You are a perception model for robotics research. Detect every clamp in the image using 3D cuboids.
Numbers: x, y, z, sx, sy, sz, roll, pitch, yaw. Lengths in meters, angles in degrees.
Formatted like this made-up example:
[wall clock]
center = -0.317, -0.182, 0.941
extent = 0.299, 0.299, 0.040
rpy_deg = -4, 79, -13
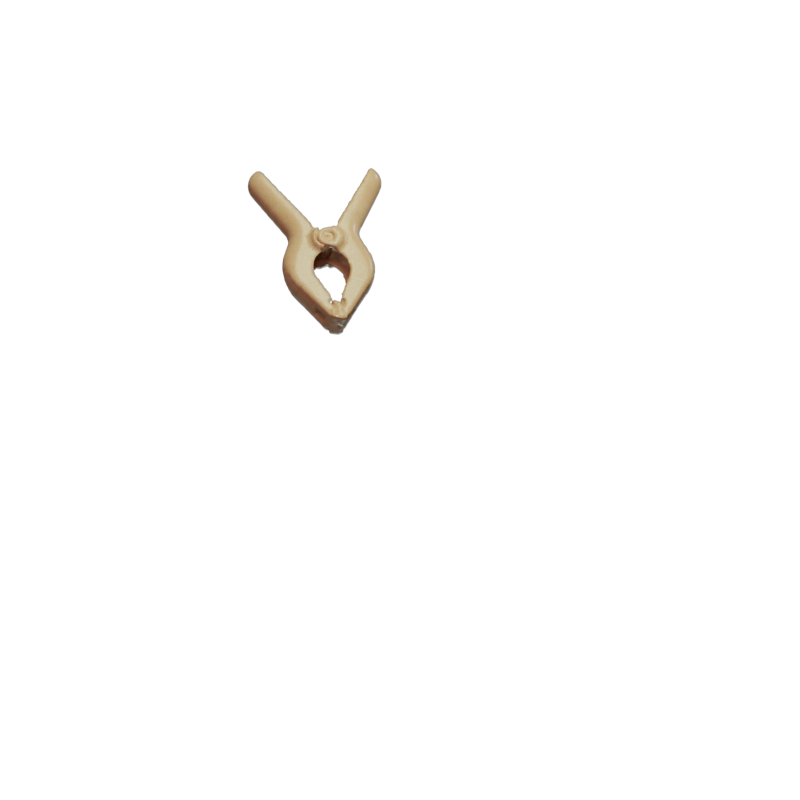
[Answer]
[clamp]
center = -0.075, -0.137, 0.963
extent = 0.120, 0.184, 0.037
rpy_deg = 0, -36, -1
